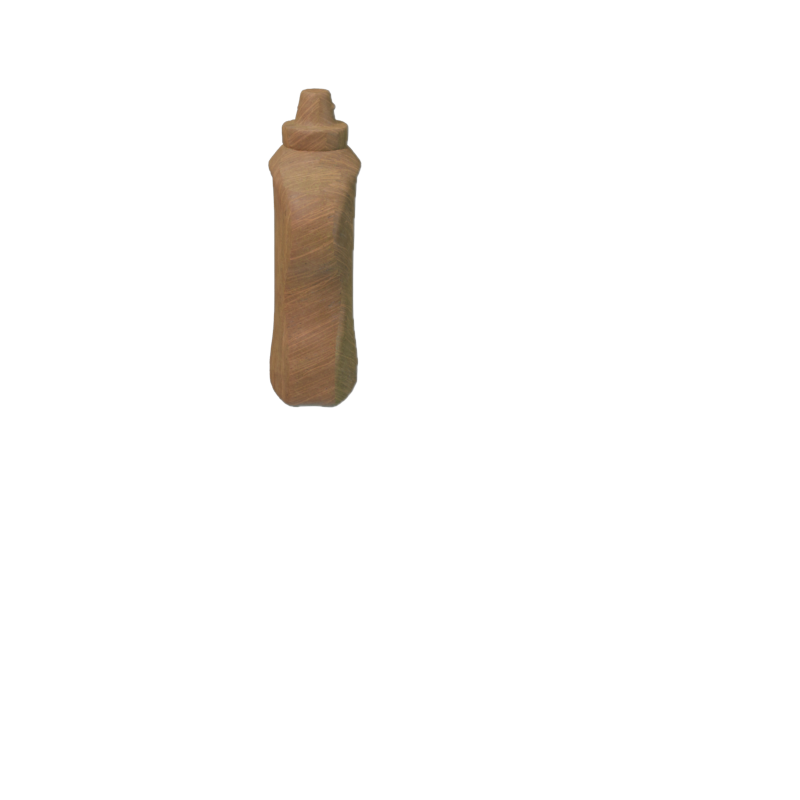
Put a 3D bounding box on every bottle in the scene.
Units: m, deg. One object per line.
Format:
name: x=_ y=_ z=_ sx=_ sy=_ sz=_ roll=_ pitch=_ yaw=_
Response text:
bottle: x=-0.054 y=-0.100 z=0.699 sx=0.058 sy=0.184 sz=0.100 roll=1 pitch=19 yaw=-1
